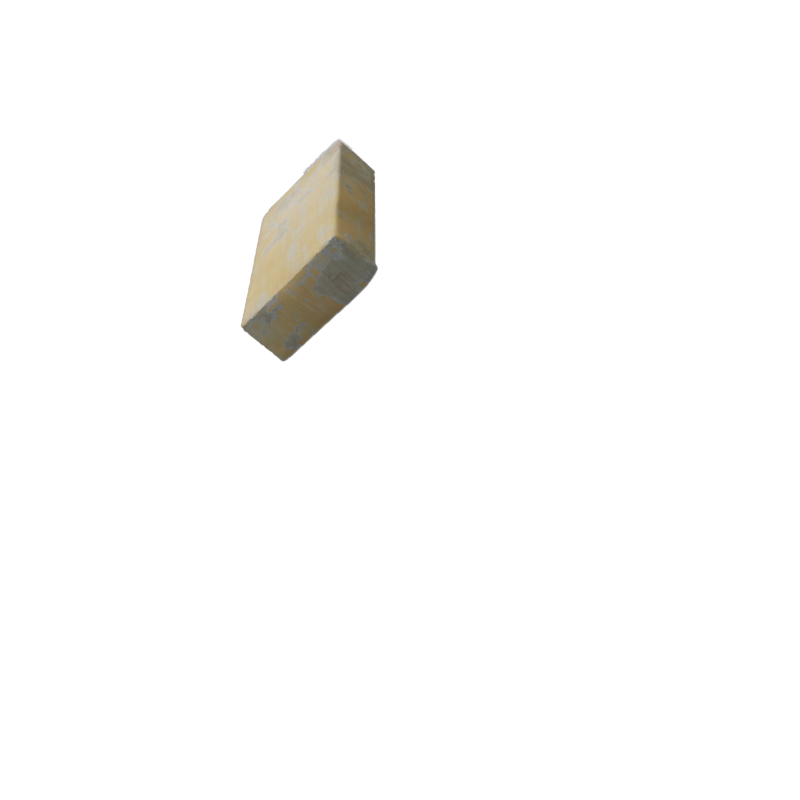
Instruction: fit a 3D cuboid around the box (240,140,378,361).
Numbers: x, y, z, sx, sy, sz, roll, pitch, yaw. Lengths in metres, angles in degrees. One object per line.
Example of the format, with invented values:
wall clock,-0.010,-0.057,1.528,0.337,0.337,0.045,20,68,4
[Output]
box,-0.062,-0.112,0.782,0.046,0.092,0.187,39,22,-24
